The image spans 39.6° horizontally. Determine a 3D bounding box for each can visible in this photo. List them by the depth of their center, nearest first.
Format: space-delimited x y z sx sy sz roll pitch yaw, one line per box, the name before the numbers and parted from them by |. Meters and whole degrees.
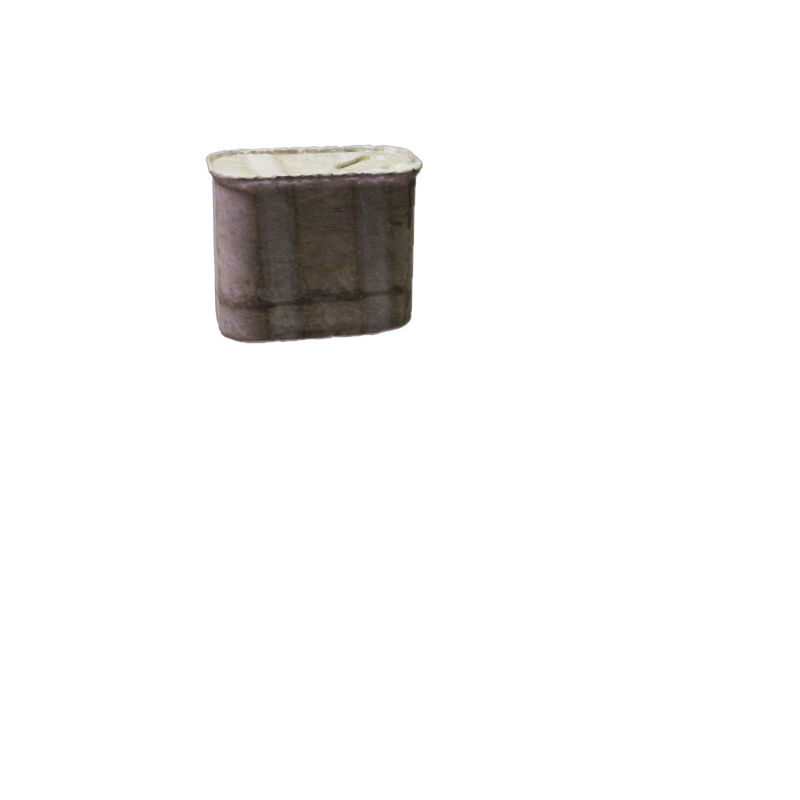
can | -0.042 -0.078 0.543 0.101 0.080 0.061 -4 21 -11
